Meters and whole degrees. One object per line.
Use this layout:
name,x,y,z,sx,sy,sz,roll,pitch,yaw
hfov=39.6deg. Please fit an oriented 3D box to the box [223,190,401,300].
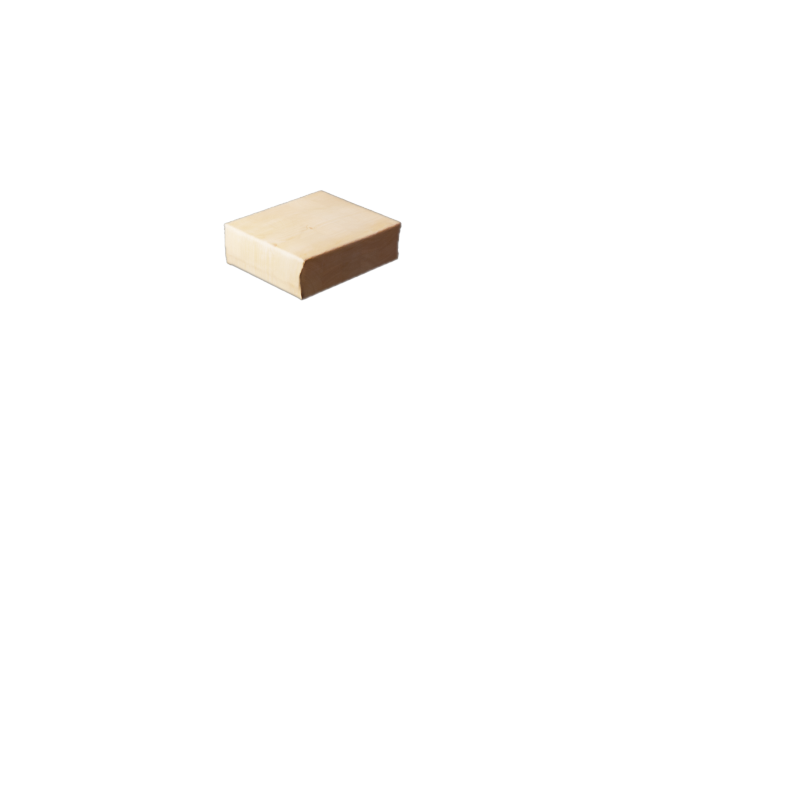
box,-0.068,-0.125,0.873,0.096,0.037,0.113,25,39,35
